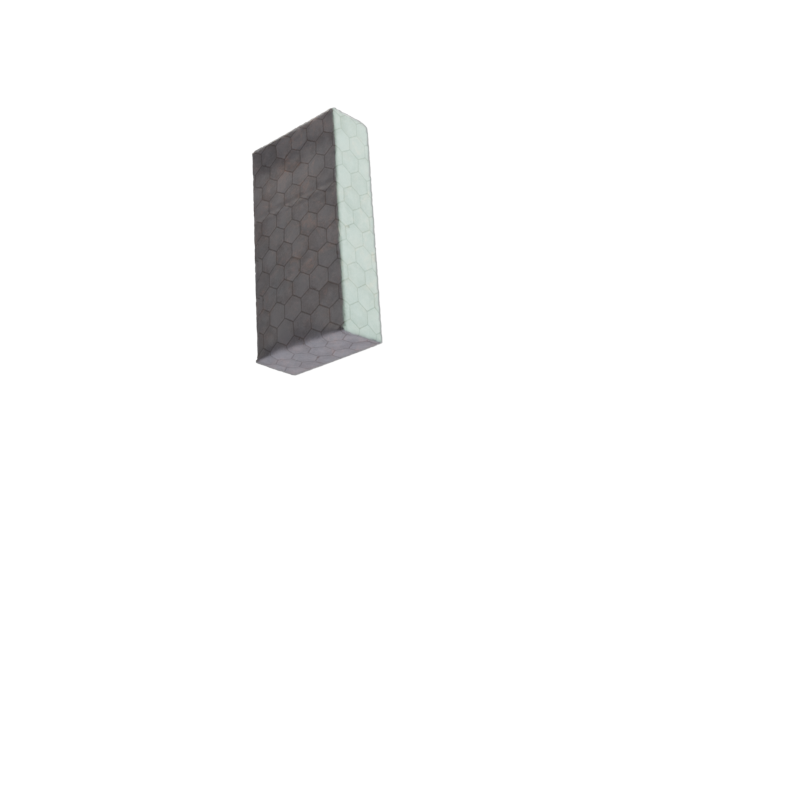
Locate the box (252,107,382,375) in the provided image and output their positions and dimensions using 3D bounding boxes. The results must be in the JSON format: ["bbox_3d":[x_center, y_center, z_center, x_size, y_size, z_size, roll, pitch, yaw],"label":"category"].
[{"bbox_3d":[-0.063,-0.116,0.811,0.094,0.186,0.045,-22,-31,38],"label":"box"}]
